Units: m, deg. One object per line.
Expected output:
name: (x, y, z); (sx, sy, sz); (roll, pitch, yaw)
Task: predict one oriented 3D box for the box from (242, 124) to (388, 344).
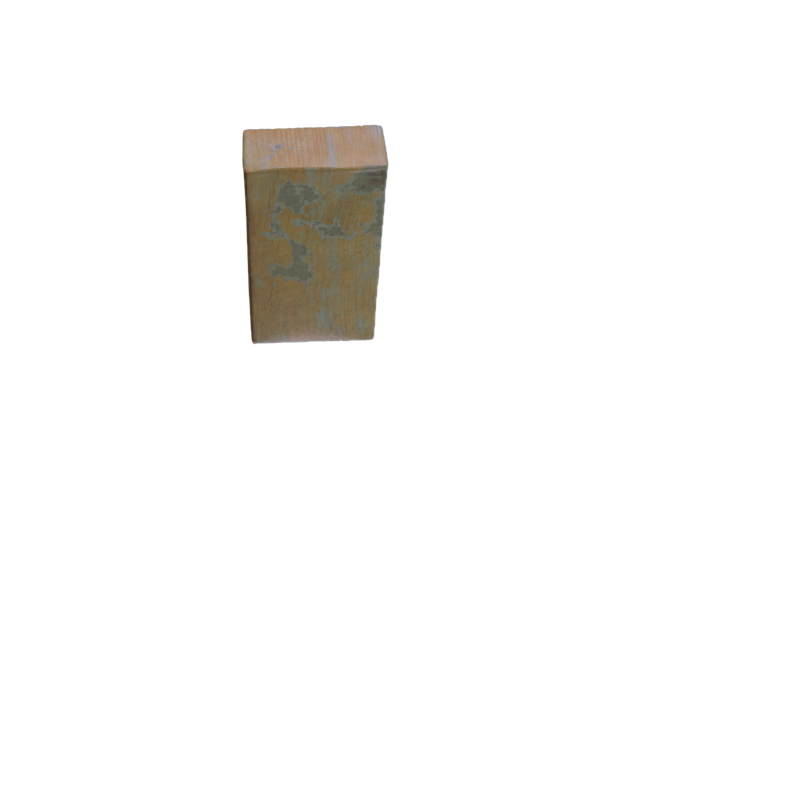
box: (-0.060, -0.108, 0.761); (0.093, 0.052, 0.165); (-2, -36, -5)
